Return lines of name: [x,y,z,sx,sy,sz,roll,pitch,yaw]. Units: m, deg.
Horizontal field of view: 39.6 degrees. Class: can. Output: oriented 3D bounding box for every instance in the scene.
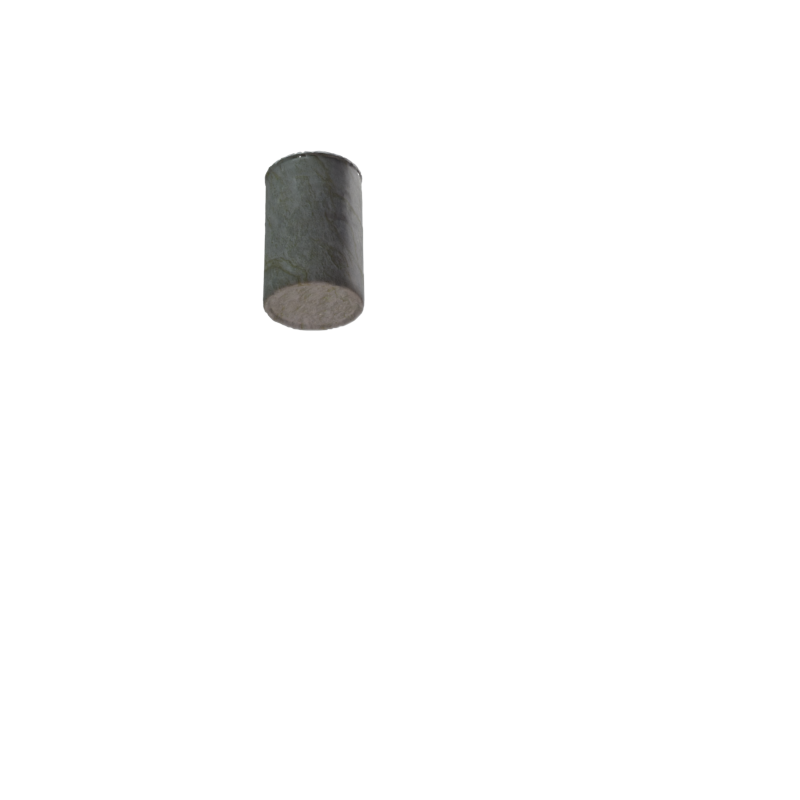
can: [-0.058,-0.106,0.743,0.068,0.109,0.064,0,-28,-2]
